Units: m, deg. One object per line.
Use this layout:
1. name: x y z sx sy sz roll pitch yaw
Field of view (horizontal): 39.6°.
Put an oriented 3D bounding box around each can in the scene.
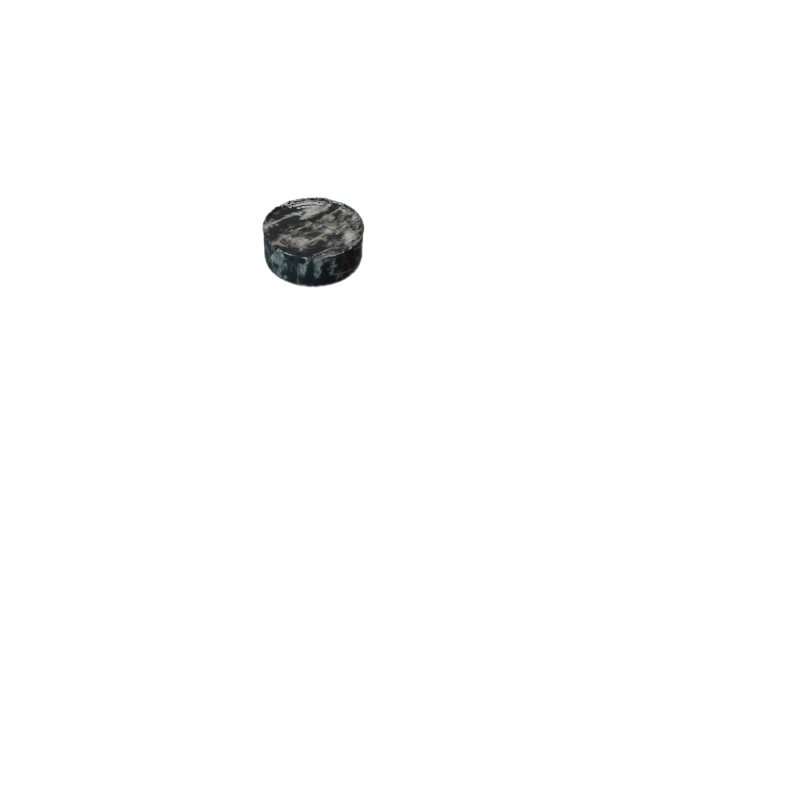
1. can: -0.074 -0.135 0.943 0.086 0.031 0.092 -1 42 -2
